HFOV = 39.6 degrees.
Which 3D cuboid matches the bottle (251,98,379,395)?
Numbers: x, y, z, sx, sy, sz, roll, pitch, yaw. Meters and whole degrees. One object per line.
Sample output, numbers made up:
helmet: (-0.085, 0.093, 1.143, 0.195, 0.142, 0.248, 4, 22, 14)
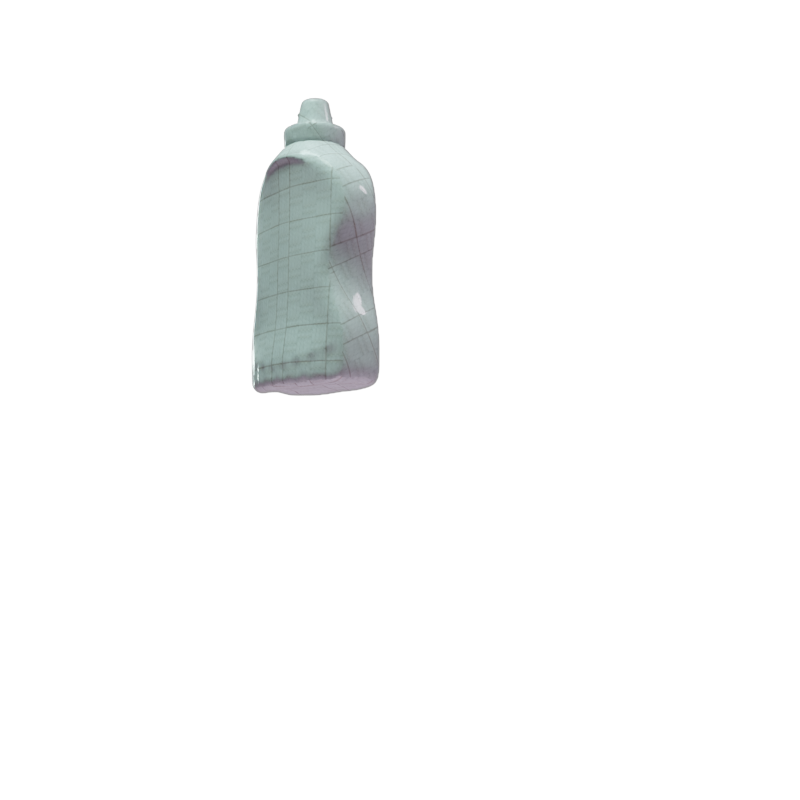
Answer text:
bottle: (-0.056, -0.102, 0.715, 0.056, 0.198, 0.098, 9, -15, -38)
